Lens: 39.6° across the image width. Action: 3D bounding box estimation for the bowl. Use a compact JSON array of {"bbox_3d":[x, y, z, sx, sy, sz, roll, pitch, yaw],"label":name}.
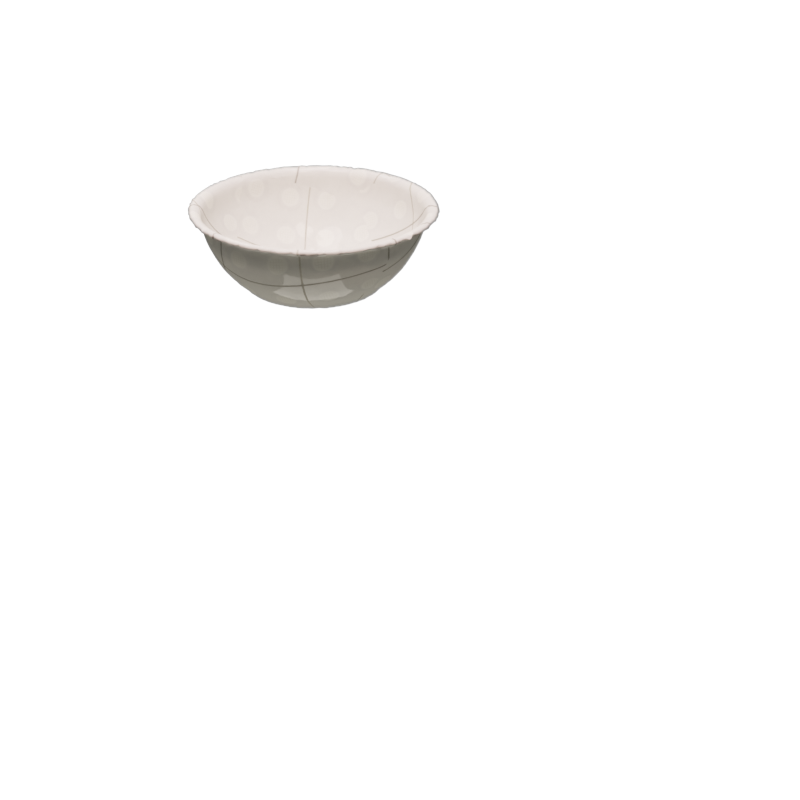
[{"bbox_3d":[-0.057,-0.103,0.724,0.162,0.052,0.171,-1,28,-2],"label":"bowl"}]
